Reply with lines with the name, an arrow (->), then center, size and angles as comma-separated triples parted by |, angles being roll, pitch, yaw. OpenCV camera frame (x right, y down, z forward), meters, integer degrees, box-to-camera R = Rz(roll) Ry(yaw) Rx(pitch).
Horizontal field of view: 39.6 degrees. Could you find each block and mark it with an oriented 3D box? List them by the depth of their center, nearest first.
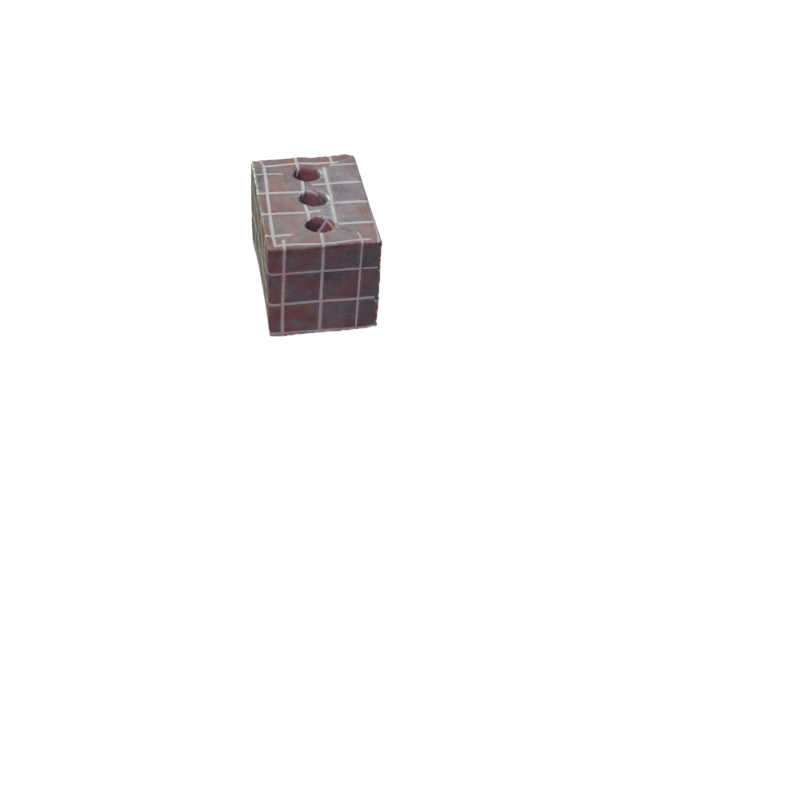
block -> -0.041, -0.075, 0.527 | 0.052, 0.048, 0.084 | -6, 40, -9
